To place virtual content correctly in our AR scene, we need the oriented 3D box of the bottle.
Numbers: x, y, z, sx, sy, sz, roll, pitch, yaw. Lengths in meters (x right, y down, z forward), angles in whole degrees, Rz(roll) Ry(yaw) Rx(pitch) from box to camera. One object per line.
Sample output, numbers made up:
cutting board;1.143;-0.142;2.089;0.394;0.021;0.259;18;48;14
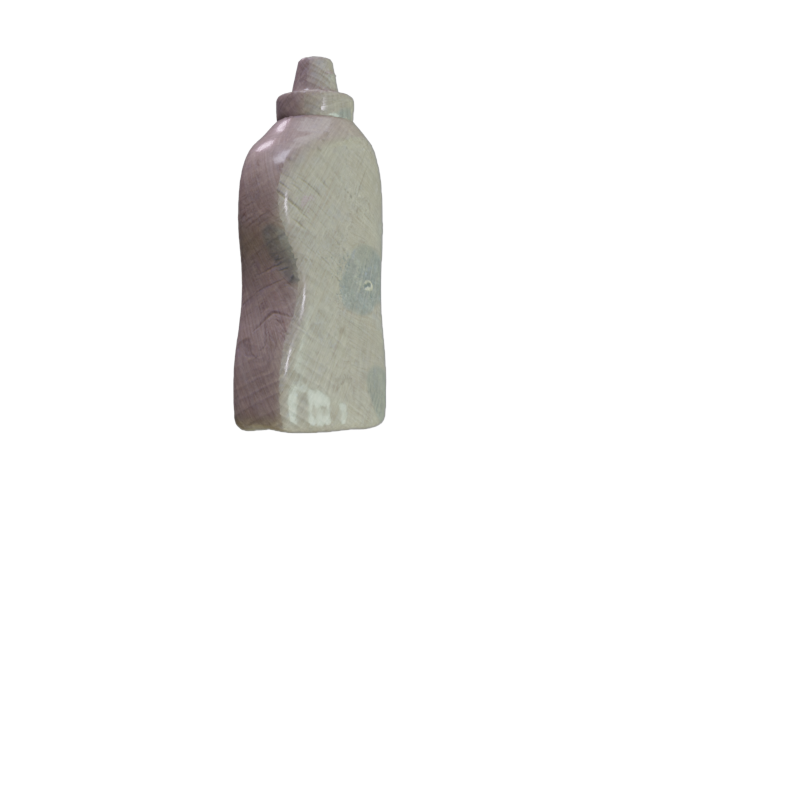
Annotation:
bottle;-0.044;-0.082;0.572;0.060;0.194;0.092;-4;-6;35
